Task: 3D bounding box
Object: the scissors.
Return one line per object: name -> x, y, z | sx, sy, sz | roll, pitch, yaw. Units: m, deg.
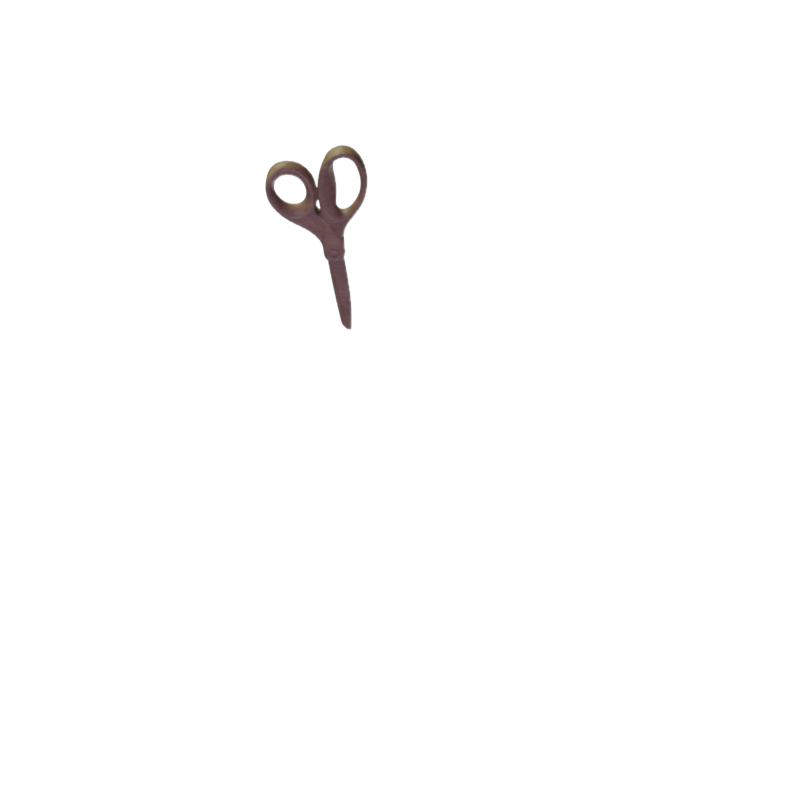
scissors -> -0.077, -0.141, 0.987 | 0.095, 0.190, 0.017 | 7, 41, -6
